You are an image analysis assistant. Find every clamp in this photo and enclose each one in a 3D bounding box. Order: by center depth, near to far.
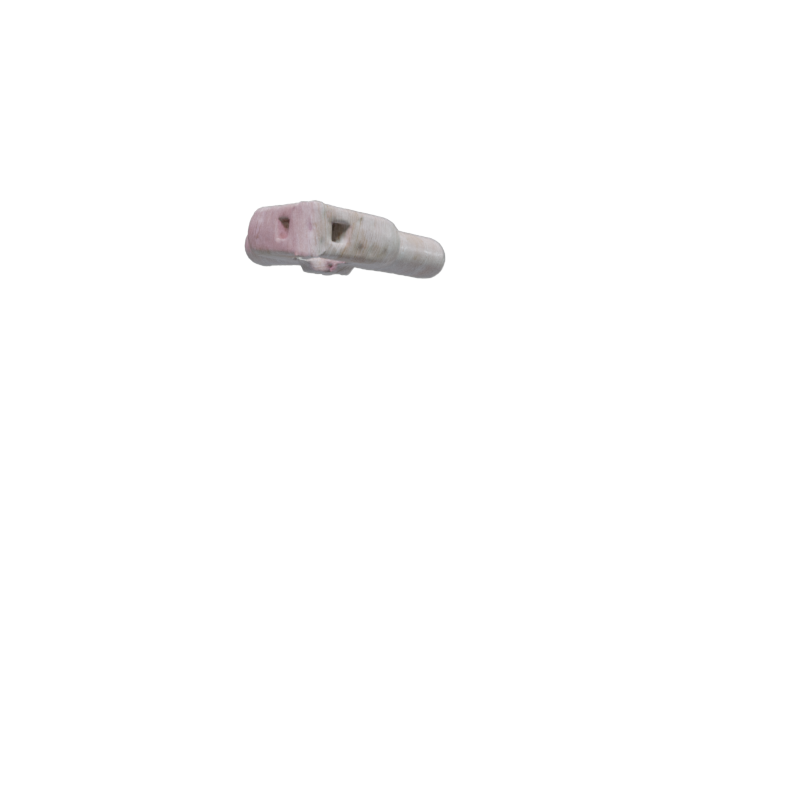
[{"bbox_3d":[-0.048,-0.087,0.608,0.122,0.040,0.166,0,0,14],"label":"clamp"}]
